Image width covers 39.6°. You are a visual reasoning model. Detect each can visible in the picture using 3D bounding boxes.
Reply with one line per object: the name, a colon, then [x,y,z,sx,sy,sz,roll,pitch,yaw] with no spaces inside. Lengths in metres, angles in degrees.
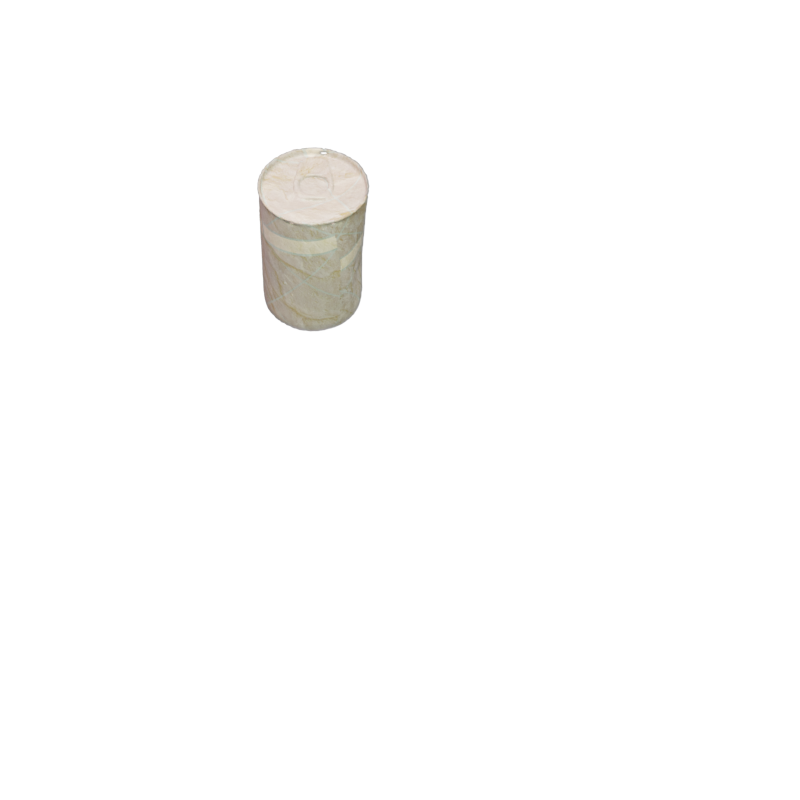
can: [-0.055,-0.101,0.708,0.068,0.074,0.095,0,-40,-3]
